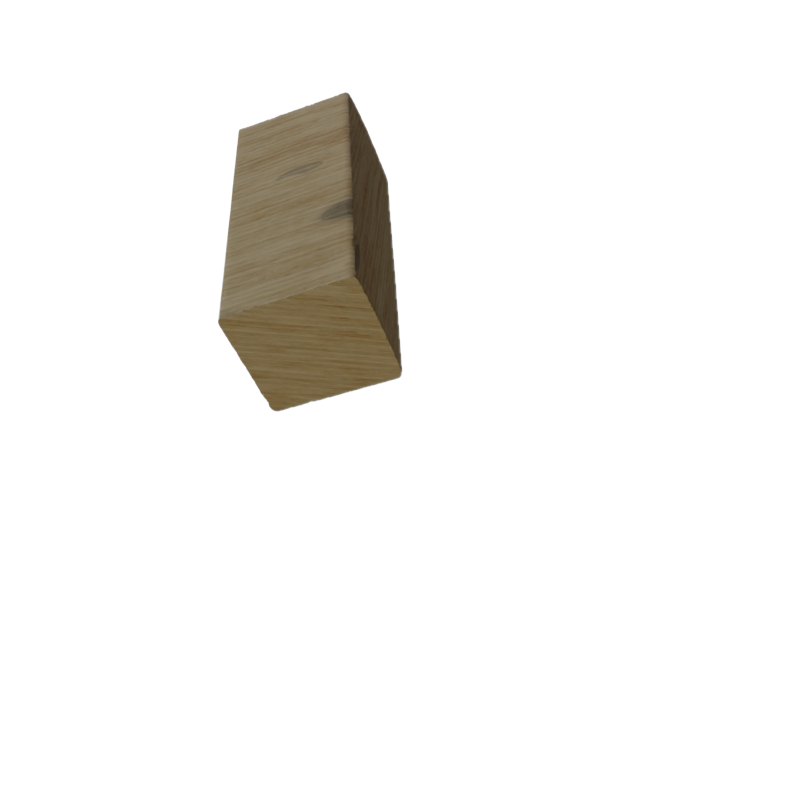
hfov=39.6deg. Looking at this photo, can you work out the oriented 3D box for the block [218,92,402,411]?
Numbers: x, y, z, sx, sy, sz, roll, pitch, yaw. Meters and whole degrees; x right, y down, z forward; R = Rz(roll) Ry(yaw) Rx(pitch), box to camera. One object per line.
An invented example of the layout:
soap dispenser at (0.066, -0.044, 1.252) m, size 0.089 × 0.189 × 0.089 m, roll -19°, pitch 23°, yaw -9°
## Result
block at (-0.058, -0.107, 0.749) m, size 0.091 × 0.221 × 0.083 m, roll -17°, pitch -48°, yaw 12°
